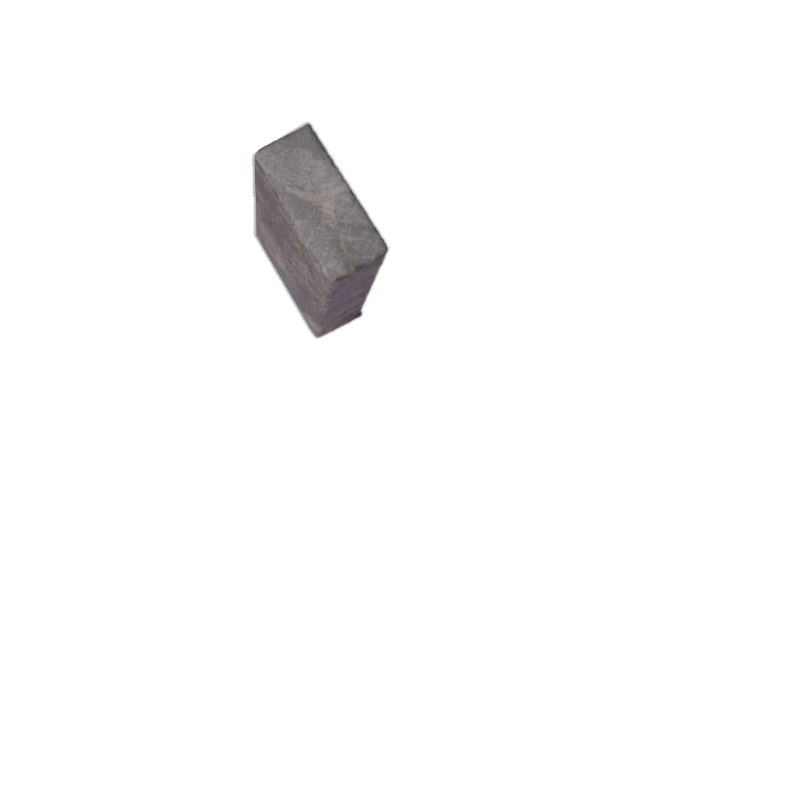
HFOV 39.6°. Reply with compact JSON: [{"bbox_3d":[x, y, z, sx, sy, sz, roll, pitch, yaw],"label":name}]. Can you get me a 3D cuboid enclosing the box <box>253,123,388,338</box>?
[{"bbox_3d":[-0.056,-0.102,0.717,0.048,0.096,0.172,-30,-6,-7],"label":"box"}]
